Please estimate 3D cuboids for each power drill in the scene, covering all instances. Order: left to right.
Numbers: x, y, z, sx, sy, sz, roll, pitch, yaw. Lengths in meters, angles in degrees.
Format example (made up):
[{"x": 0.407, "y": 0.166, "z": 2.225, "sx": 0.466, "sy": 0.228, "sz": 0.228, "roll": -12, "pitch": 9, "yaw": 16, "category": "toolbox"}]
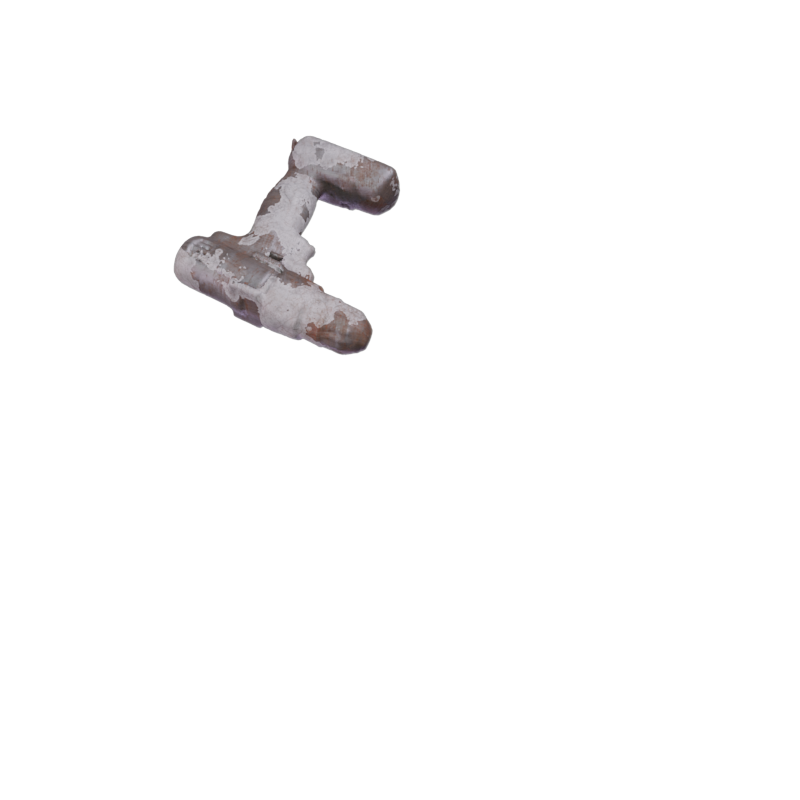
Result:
[{"x": -0.075, "y": -0.137, "z": 0.959, "sx": 0.192, "sy": 0.194, "sz": 0.053, "roll": 24, "pitch": -34, "yaw": 17, "category": "power drill"}]
